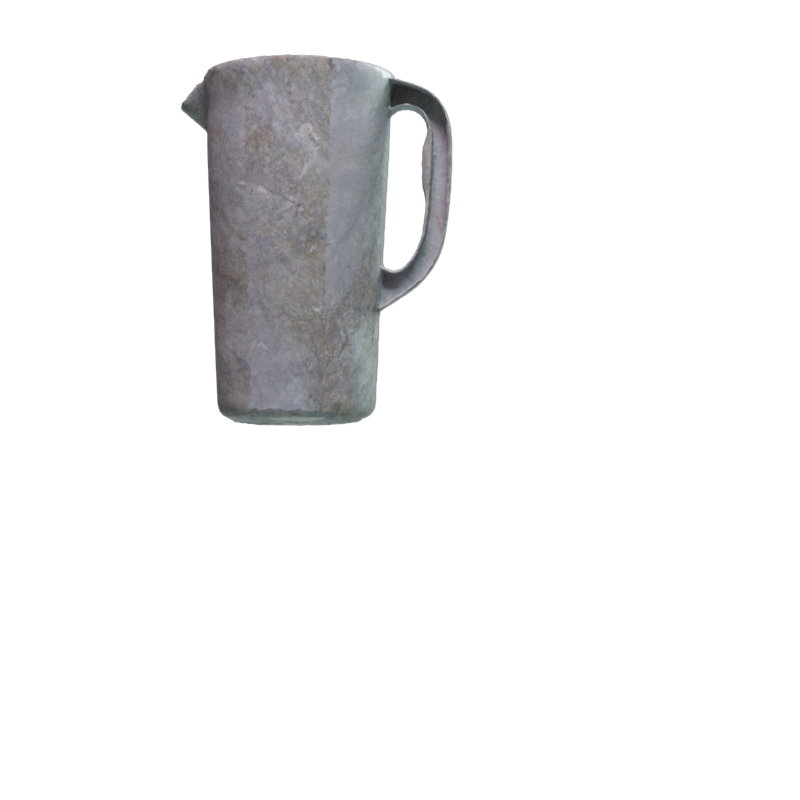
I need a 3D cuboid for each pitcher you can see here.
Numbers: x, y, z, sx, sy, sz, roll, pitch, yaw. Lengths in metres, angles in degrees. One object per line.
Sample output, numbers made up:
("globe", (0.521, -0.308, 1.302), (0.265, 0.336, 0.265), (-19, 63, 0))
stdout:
("pitcher", (-0.059, -0.108, 0.759), (0.139, 0.245, 0.154), (2, -3, -40))
